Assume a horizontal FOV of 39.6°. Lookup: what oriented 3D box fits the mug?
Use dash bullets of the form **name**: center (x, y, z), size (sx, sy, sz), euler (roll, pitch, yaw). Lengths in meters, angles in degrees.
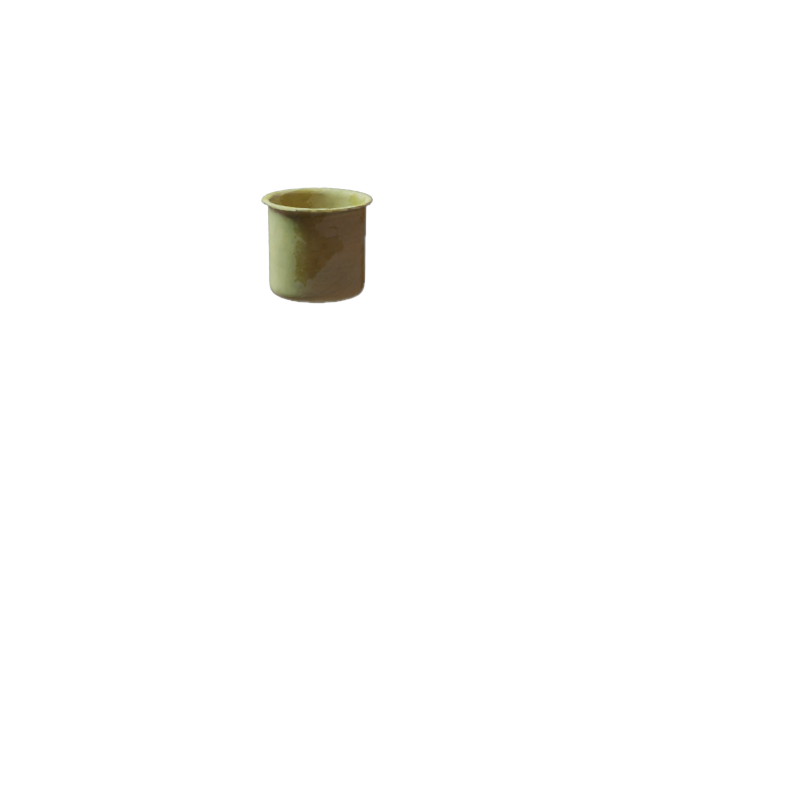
- **mug**: center (-0.074, -0.135, 0.944), size (0.091, 0.078, 0.124), euler (-5, 20, -18)
